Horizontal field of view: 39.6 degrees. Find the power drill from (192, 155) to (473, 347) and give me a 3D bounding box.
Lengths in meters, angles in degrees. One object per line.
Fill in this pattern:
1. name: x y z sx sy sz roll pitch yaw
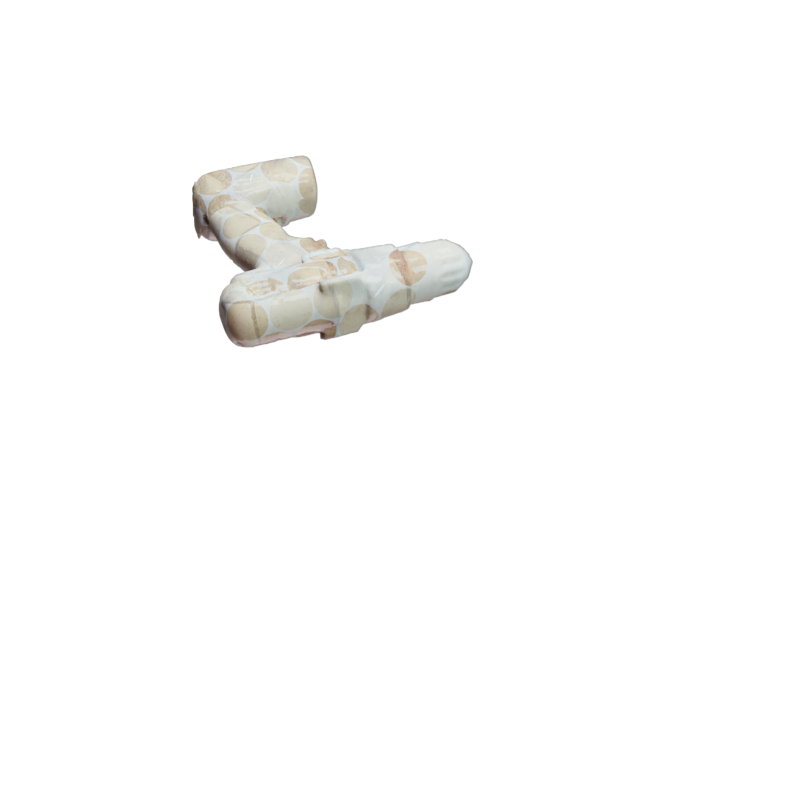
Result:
1. power drill: -0.064 -0.117 0.820 0.182 0.054 0.203 -14 37 -20
